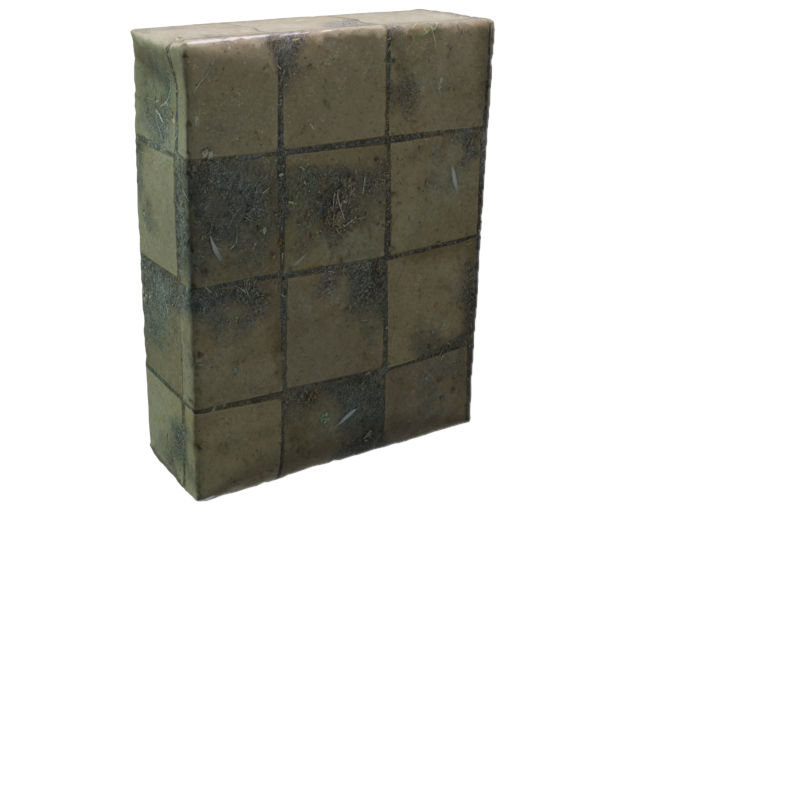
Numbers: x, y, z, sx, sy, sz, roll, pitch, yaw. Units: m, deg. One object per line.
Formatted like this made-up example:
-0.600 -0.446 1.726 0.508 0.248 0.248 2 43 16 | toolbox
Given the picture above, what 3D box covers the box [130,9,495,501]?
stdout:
-0.042 -0.077 0.543 0.161 0.205 0.077 -12 23 -31 | box
